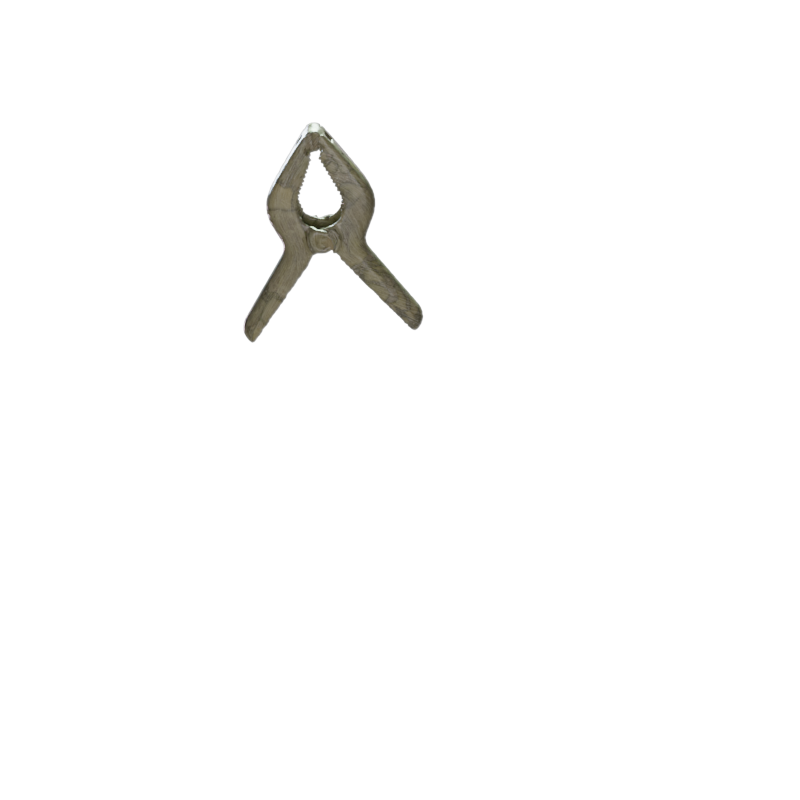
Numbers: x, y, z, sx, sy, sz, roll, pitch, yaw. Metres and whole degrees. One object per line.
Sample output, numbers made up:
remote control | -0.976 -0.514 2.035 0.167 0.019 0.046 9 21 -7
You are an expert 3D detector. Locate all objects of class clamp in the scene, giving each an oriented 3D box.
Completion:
clamp | -0.077 -0.141 0.987 0.165 0.198 0.038 -10 26 5
